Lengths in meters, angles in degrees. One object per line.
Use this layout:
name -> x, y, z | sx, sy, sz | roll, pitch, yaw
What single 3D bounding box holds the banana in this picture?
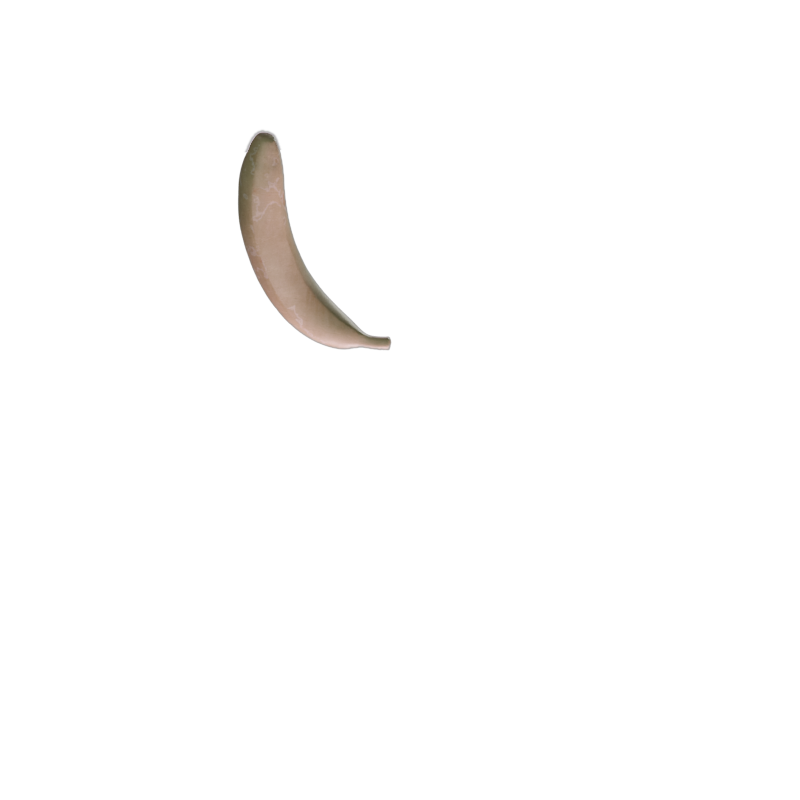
banana -> -0.080, -0.109, 0.845 | 0.070, 0.188, 0.039 | -27, 21, 11
